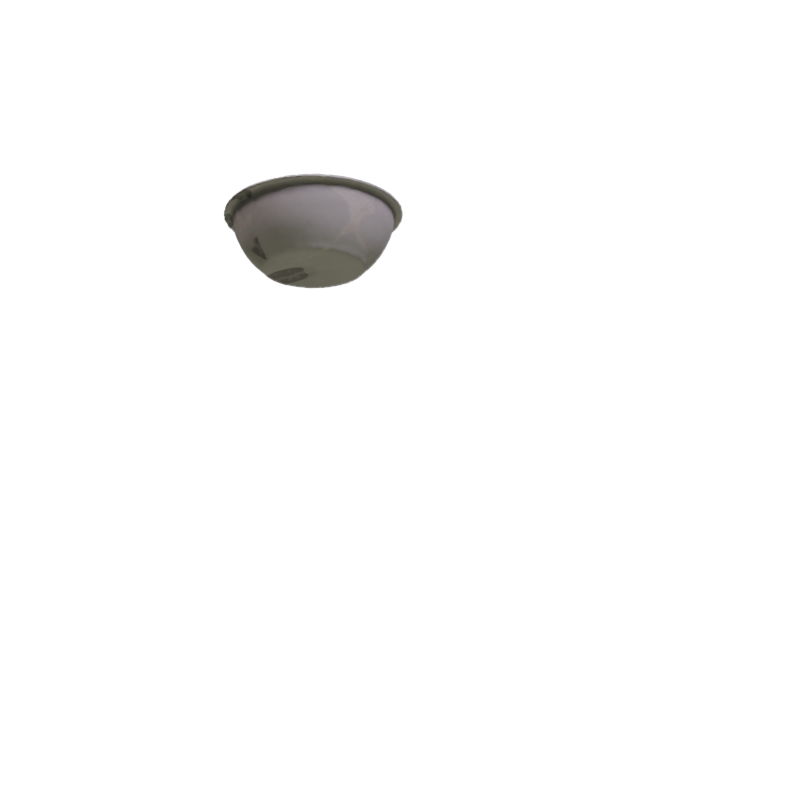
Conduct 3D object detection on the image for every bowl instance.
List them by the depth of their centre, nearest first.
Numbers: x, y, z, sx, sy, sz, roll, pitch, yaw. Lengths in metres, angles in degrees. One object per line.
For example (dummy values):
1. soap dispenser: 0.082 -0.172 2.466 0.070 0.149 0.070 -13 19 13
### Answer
1. bowl: -0.078 -0.142 0.993 0.162 0.058 0.155 0 -18 -2
